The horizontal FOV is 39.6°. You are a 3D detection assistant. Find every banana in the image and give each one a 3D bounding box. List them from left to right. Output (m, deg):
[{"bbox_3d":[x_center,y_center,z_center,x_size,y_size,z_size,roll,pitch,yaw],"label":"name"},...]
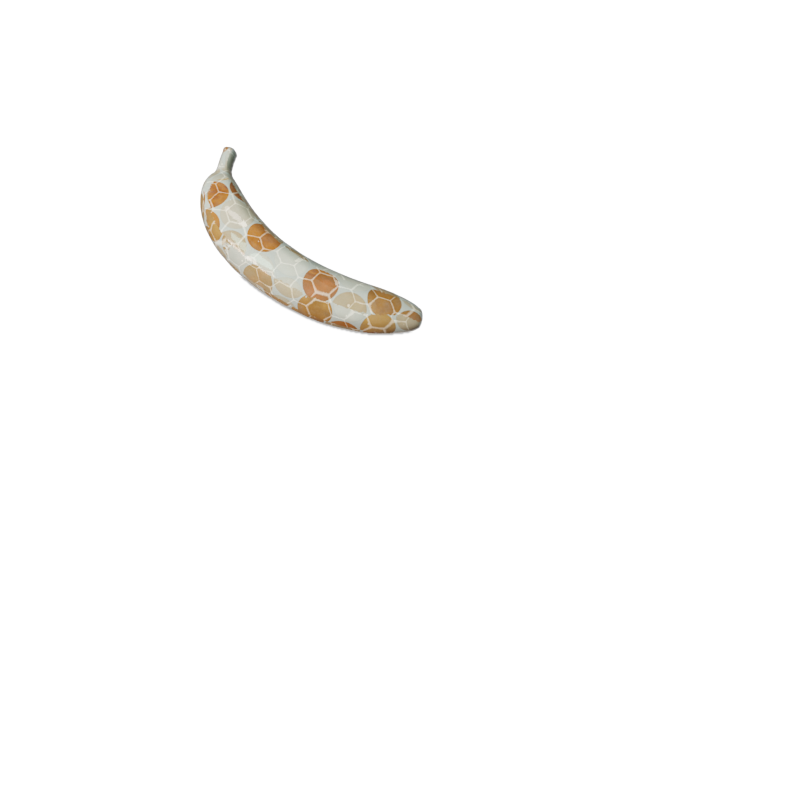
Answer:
[{"bbox_3d":[-0.076,-0.101,0.776,0.205,0.070,0.035,42,-15,15],"label":"banana"}]
